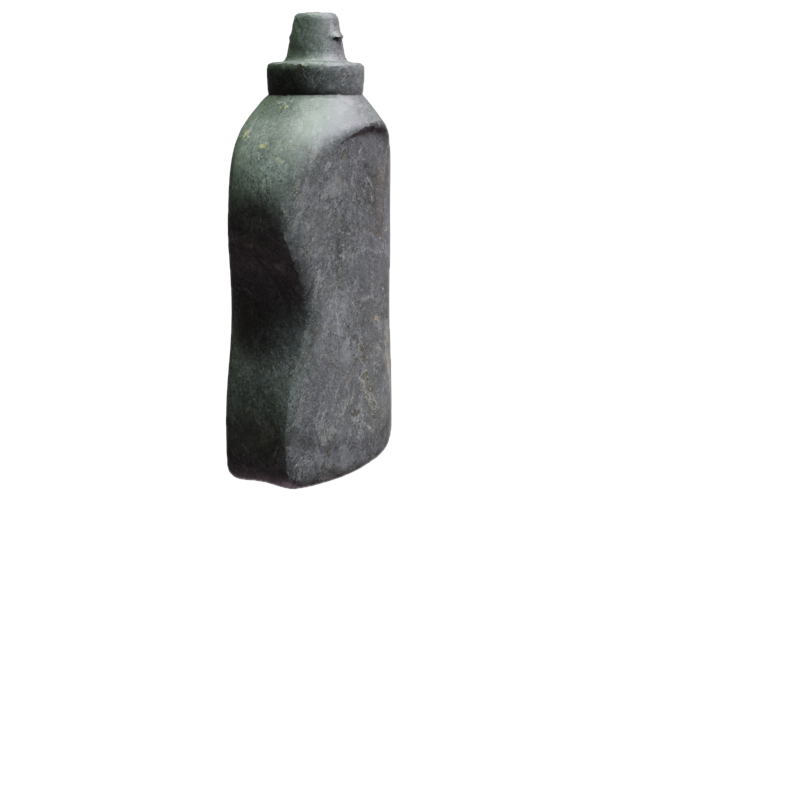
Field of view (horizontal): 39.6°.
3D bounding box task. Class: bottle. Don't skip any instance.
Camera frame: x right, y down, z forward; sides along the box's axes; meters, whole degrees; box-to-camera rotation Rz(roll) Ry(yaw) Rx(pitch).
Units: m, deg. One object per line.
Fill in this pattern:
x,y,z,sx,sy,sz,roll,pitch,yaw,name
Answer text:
-0.037,-0.068,0.474,0.061,0.188,0.094,5,10,28,bottle
